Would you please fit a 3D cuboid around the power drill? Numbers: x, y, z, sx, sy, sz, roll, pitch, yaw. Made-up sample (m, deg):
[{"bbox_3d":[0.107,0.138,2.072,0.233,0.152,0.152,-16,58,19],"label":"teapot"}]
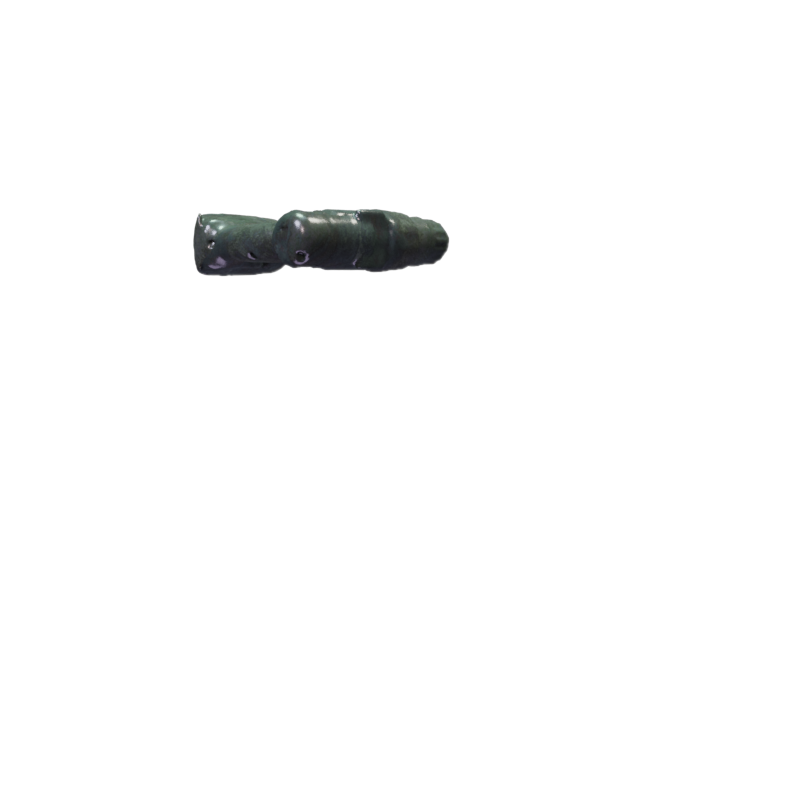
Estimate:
[{"bbox_3d":[-0.076,-0.138,0.969,0.177,0.057,0.195,-3,5,-44],"label":"power drill"}]
